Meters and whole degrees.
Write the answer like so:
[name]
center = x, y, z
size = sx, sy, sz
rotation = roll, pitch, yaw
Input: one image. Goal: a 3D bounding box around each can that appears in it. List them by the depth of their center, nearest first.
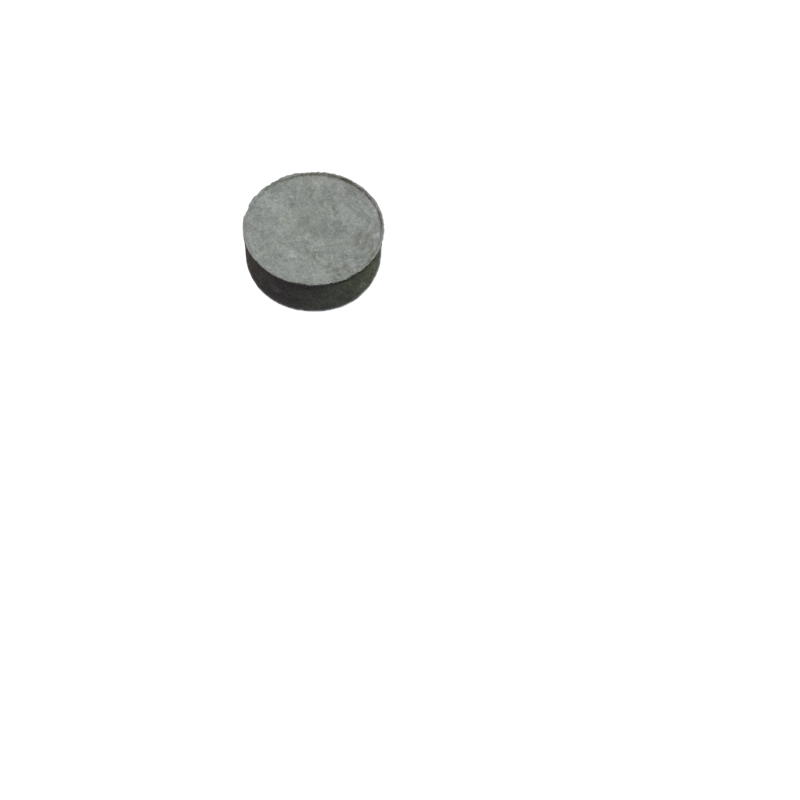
[can]
center = -0.053, -0.097, 0.682
size = 0.086, 0.092, 0.031
rotation = -1, -33, -1
